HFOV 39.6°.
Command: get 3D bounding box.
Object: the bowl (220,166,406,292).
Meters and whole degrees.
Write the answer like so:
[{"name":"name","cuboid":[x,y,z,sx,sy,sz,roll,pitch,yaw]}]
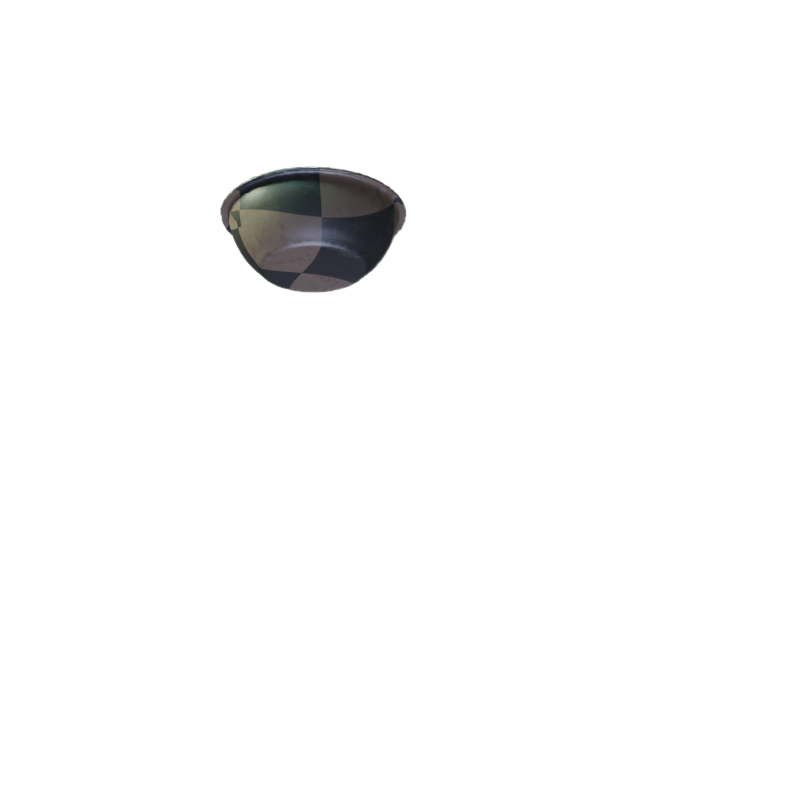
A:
[{"name":"bowl","cuboid":[-0.074,-0.136,0.951,0.162,0.058,0.154,1,-22,-2]}]
